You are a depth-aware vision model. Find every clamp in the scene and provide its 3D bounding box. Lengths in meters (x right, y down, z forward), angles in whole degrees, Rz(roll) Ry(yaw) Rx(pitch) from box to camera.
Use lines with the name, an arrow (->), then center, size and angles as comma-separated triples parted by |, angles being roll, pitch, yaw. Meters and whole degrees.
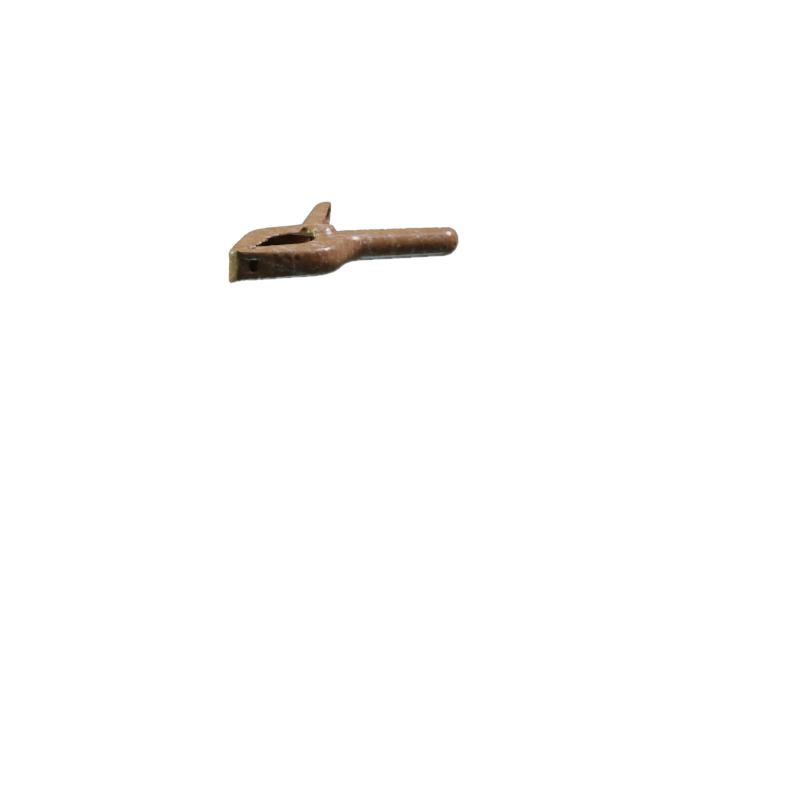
clamp -> -0.076, -0.139, 0.974 | 0.206, 0.035, 0.175 | -18, 28, -39
